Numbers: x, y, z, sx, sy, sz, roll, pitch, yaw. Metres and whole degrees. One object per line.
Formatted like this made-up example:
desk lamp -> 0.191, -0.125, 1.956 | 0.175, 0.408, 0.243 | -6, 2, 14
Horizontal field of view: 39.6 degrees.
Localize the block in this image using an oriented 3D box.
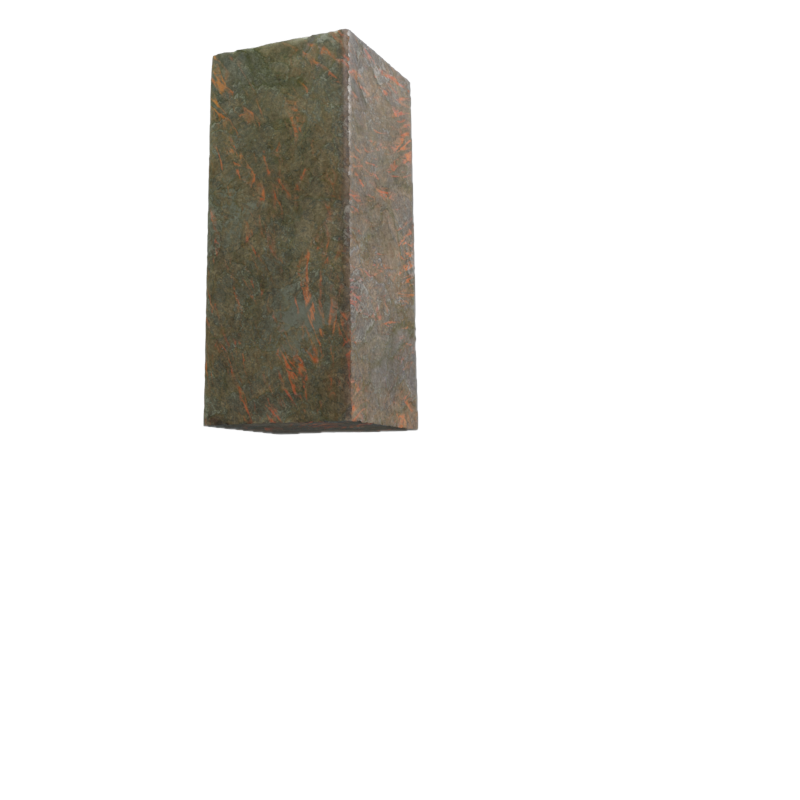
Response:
block -> -0.049, -0.088, 0.619 | 0.092, 0.212, 0.086 | -6, -13, 24
